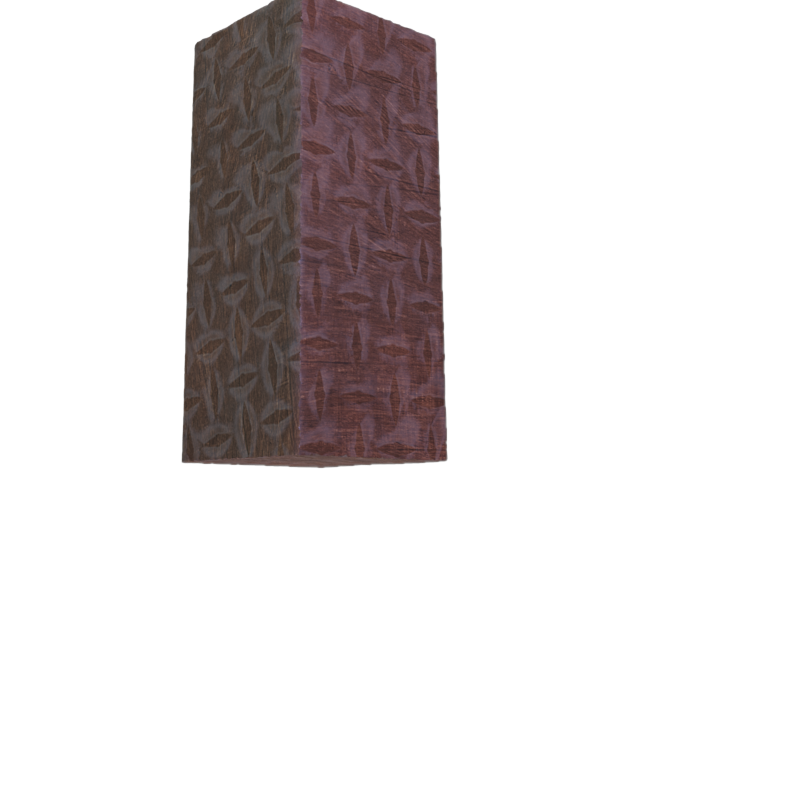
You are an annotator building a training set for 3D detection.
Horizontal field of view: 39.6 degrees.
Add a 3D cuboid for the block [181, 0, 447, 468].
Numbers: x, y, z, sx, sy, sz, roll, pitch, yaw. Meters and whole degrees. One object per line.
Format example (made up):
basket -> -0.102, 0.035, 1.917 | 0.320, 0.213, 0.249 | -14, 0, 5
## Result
block -> -0.042, -0.075, 0.528 | 0.086, 0.213, 0.092 | 10, -17, -41
